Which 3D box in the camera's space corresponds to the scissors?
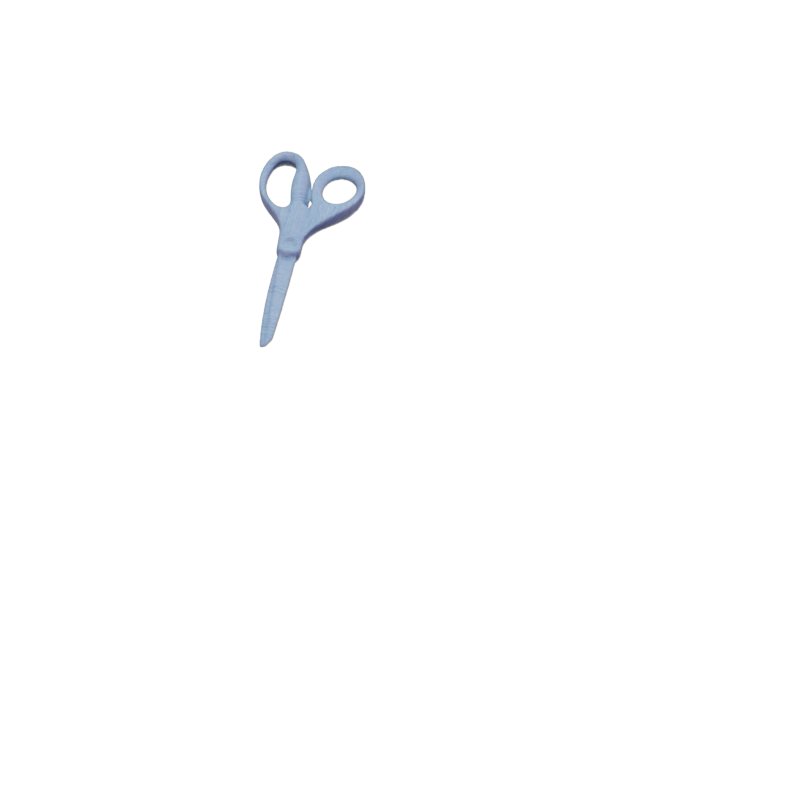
[{"bbox_3d":[-0.068,-0.124,0.870,0.096,0.217,0.015,-6,-39,-5],"label":"scissors"}]
